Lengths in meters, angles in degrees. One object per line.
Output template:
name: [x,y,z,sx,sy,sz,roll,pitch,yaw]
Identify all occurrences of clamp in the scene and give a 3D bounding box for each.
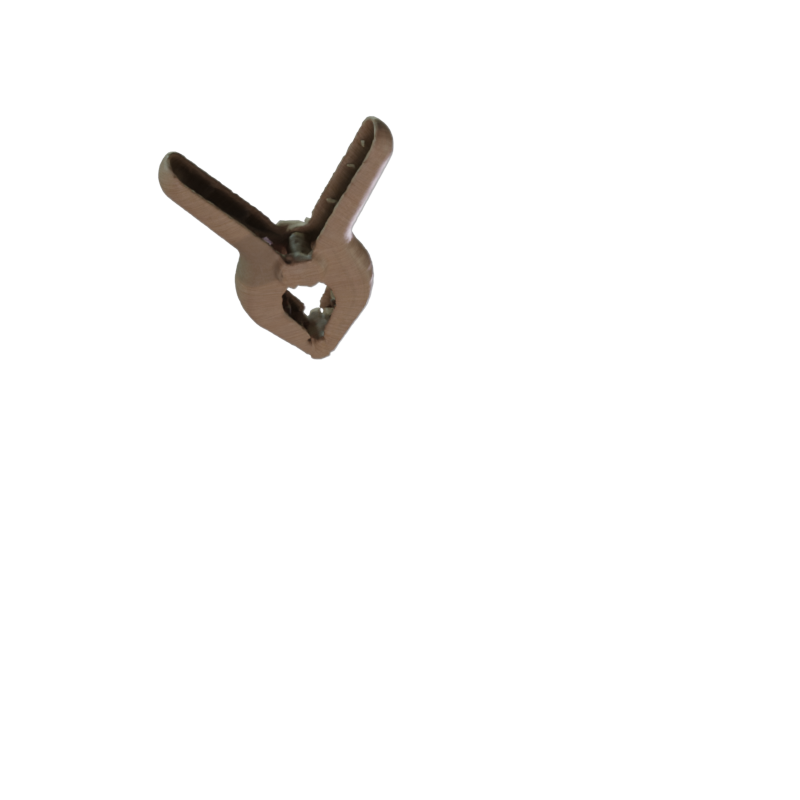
clamp: [-0.048,-0.087,0.611,0.121,0.042,0.158,-9,-36,12]
